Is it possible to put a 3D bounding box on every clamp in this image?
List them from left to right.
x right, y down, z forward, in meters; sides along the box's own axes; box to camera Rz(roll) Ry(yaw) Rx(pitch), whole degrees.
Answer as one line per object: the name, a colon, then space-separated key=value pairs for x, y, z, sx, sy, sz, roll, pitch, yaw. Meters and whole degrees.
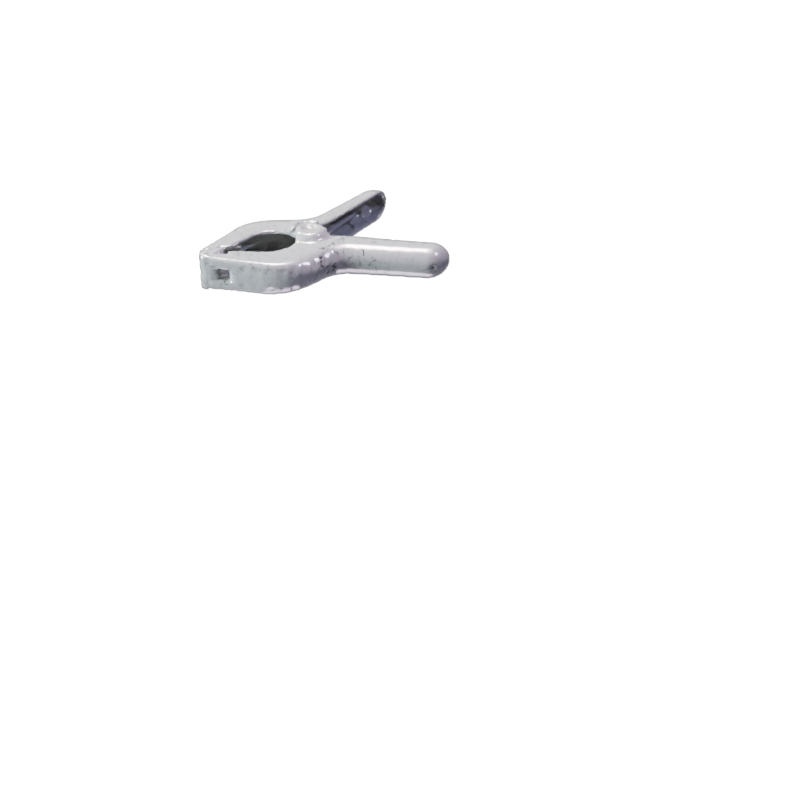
clamp: x=-0.063 y=-0.114 z=0.801 sx=0.169 sy=0.037 sz=0.128 roll=-6 pitch=27 yaw=-13
